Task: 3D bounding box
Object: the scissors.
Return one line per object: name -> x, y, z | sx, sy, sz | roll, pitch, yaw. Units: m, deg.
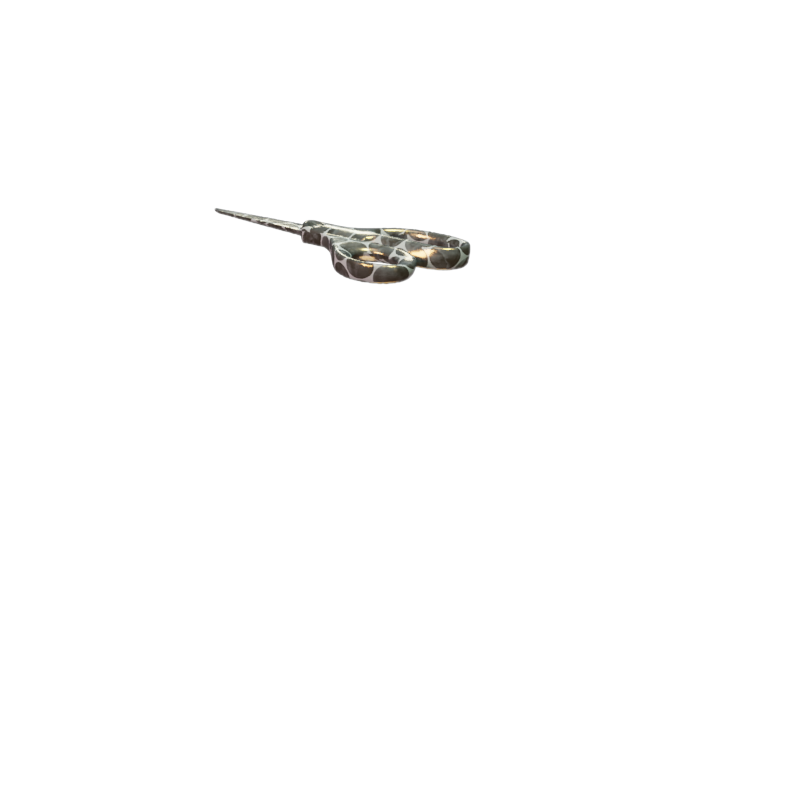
scissors -> -0.056, -0.103, 0.721 | 0.209, 0.015, 0.097 | 10, 25, 23
